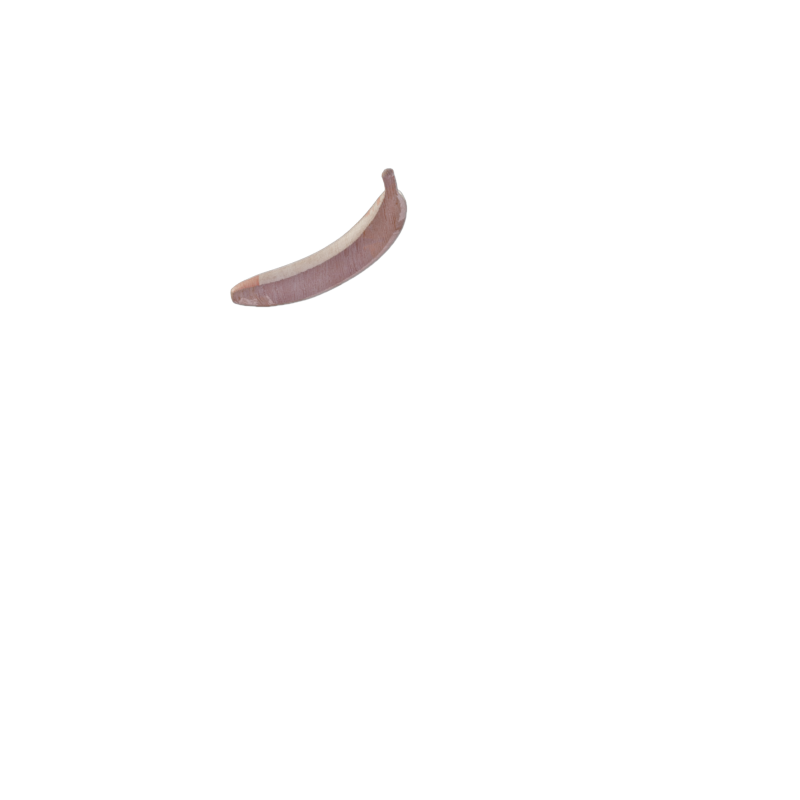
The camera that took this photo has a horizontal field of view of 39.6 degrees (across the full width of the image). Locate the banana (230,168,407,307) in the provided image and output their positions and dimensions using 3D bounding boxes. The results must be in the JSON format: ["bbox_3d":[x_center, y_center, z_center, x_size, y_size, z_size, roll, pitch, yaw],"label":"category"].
[{"bbox_3d":[-0.062,-0.132,0.985,0.196,0.066,0.039,-35,30,23],"label":"banana"}]
